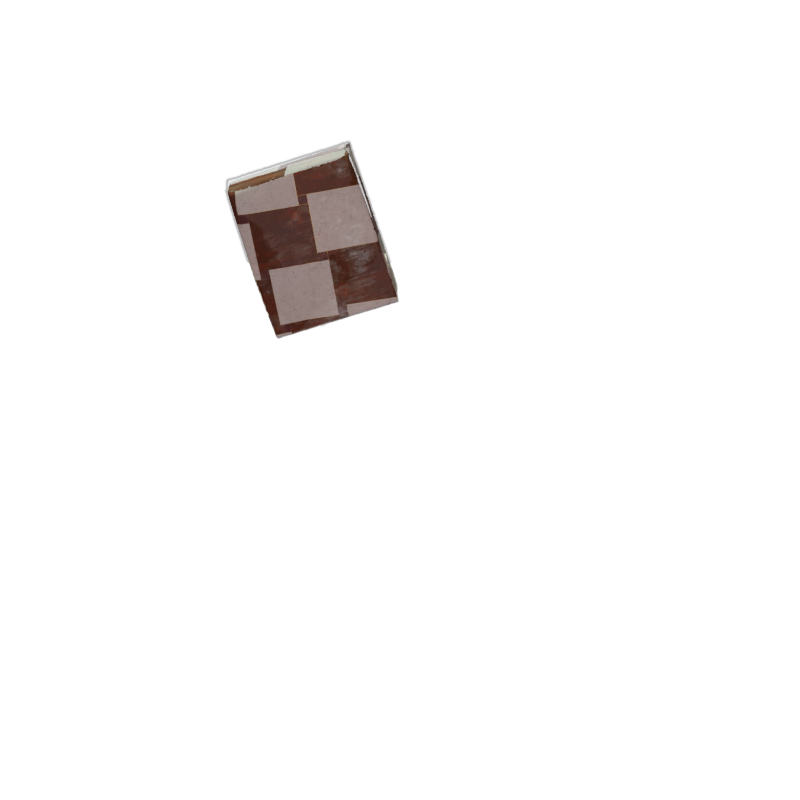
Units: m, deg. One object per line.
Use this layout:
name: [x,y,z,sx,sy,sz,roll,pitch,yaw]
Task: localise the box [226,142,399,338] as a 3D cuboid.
box: [-0.059,-0.108,0.754,0.090,0.108,0.041,-17,19,5]
